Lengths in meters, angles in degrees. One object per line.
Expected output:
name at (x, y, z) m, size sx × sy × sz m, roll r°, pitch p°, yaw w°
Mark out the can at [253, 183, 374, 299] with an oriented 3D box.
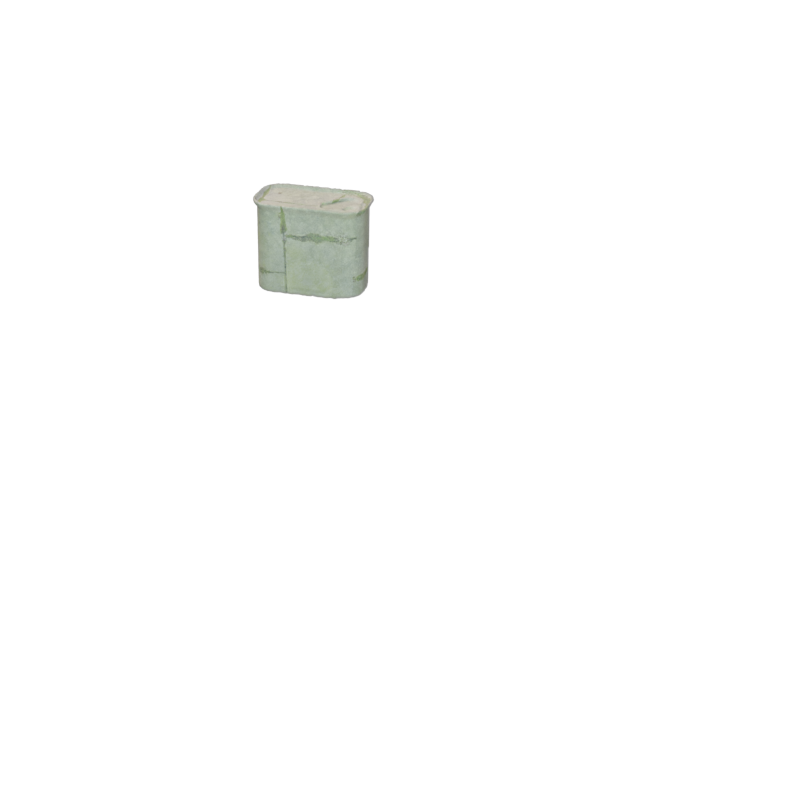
can at (-0.076, -0.139, 0.973) m, size 0.104 × 0.080 × 0.059 m, roll 8°, pitch 26°, yaw 14°
